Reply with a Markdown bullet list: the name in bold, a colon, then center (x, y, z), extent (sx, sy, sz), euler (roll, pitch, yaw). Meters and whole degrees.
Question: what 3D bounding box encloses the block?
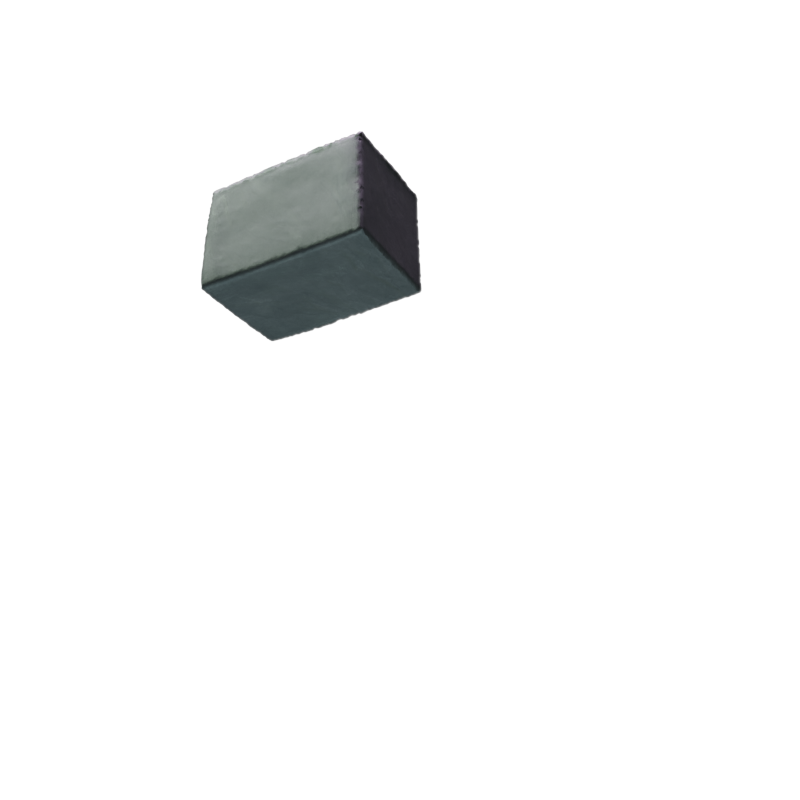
- **block**: center (-0.037, -0.067, 0.469), extent (0.079, 0.055, 0.049), euler (-17, -36, 24)
